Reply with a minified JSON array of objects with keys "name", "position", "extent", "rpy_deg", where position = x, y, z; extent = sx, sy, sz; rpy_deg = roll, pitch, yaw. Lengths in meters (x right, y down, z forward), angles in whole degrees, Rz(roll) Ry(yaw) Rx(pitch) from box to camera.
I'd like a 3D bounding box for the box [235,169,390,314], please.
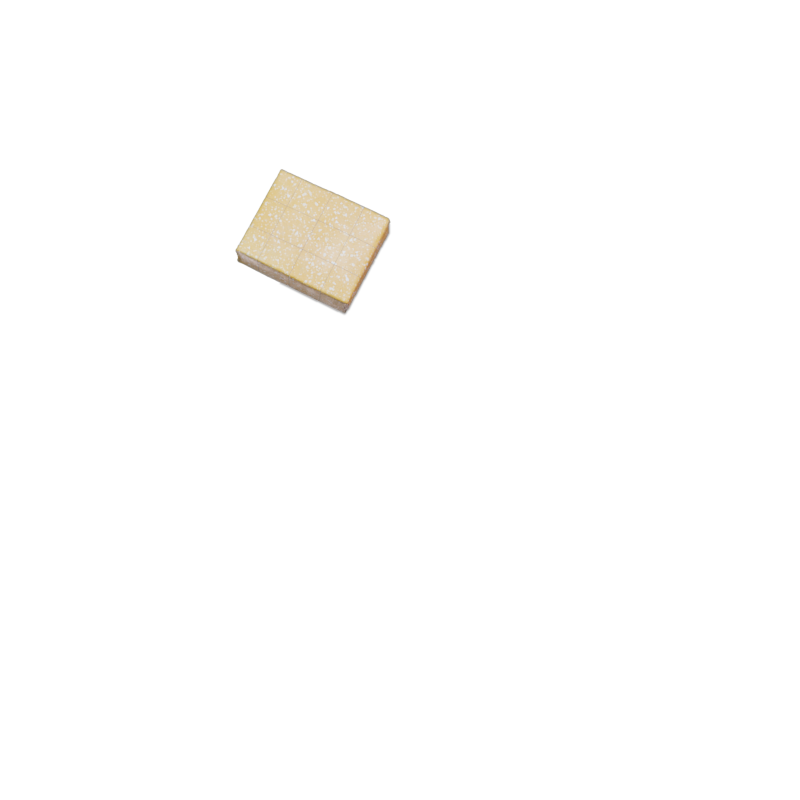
[{"name":"box","position":[-0.078,-0.142,0.994],"extent":[0.116,0.092,0.037],"rpy_deg":[24,-20,9]}]
